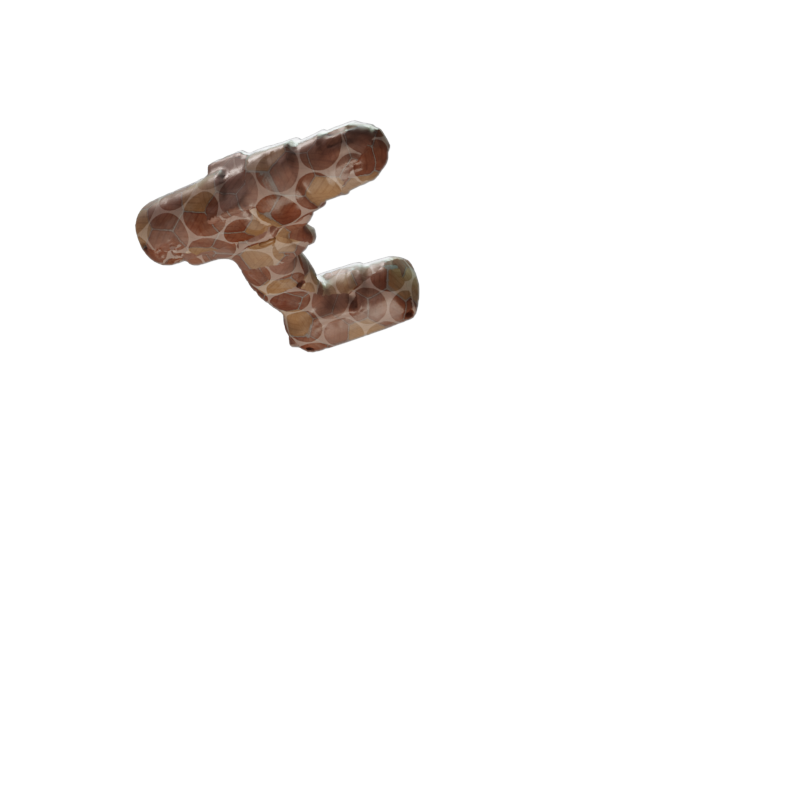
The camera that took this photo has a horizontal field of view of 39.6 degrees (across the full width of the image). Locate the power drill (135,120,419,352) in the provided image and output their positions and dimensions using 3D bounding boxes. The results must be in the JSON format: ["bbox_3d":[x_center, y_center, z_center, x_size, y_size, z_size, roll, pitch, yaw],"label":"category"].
[{"bbox_3d":[-0.060,-0.109,0.766,0.186,0.061,0.173,-16,-34,24],"label":"power drill"}]
